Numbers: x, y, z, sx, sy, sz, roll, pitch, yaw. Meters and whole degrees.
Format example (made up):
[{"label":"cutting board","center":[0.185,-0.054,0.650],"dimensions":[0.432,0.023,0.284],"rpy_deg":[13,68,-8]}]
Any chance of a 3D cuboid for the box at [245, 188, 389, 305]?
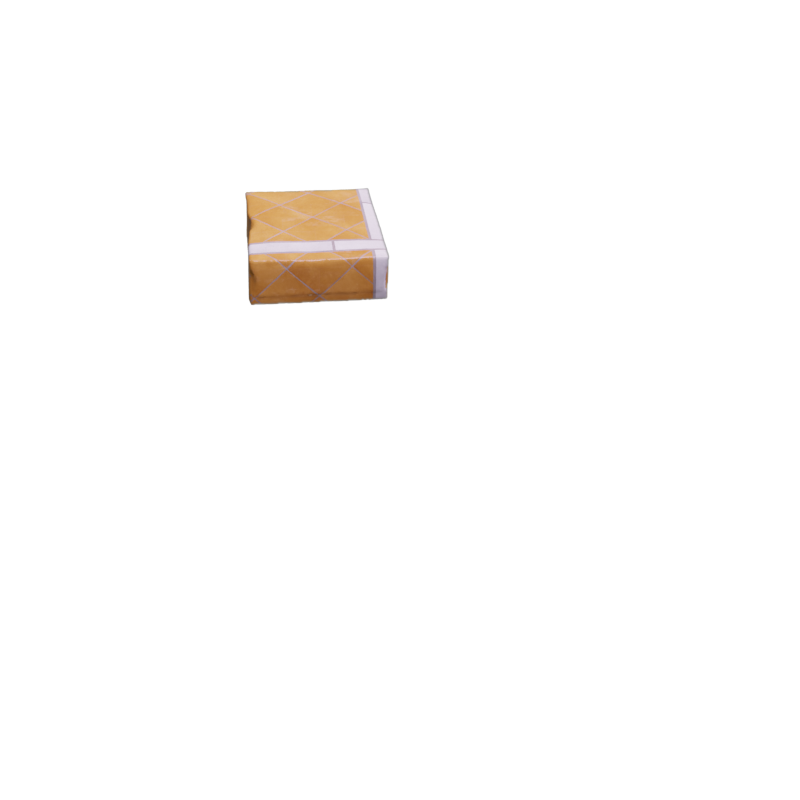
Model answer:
[{"label":"box","center":[-0.048,-0.087,0.611],"dimensions":[0.073,0.028,0.095],"rpy_deg":[-3,33,-5]}]
